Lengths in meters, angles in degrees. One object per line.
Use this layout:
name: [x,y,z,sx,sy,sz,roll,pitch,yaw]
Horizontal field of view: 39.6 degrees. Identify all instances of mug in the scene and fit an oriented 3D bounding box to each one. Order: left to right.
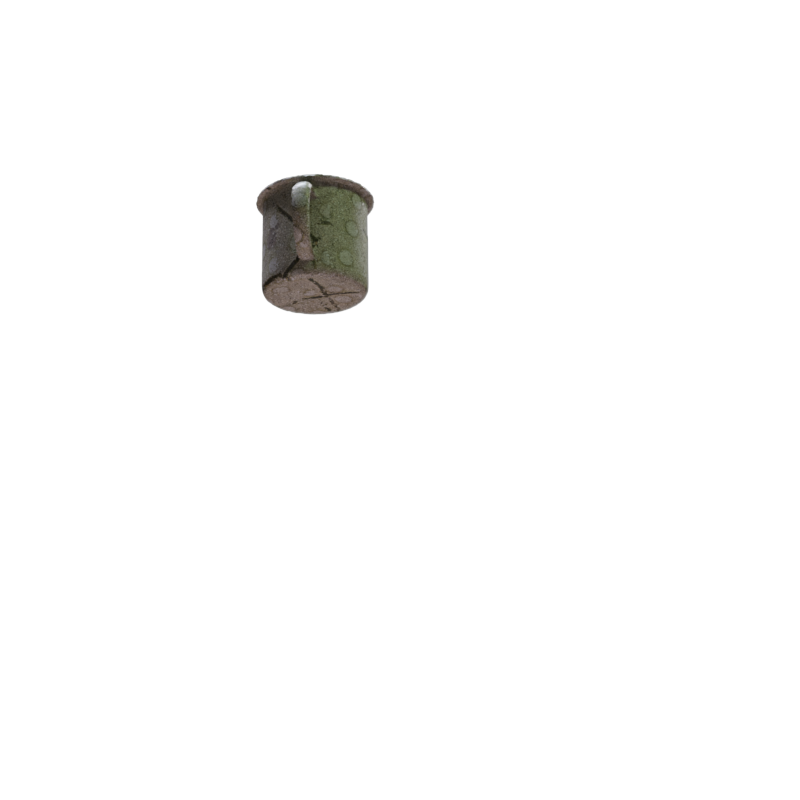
mug: [-0.066,-0.121,0.847,0.094,0.086,0.110,-2,-21,3]
